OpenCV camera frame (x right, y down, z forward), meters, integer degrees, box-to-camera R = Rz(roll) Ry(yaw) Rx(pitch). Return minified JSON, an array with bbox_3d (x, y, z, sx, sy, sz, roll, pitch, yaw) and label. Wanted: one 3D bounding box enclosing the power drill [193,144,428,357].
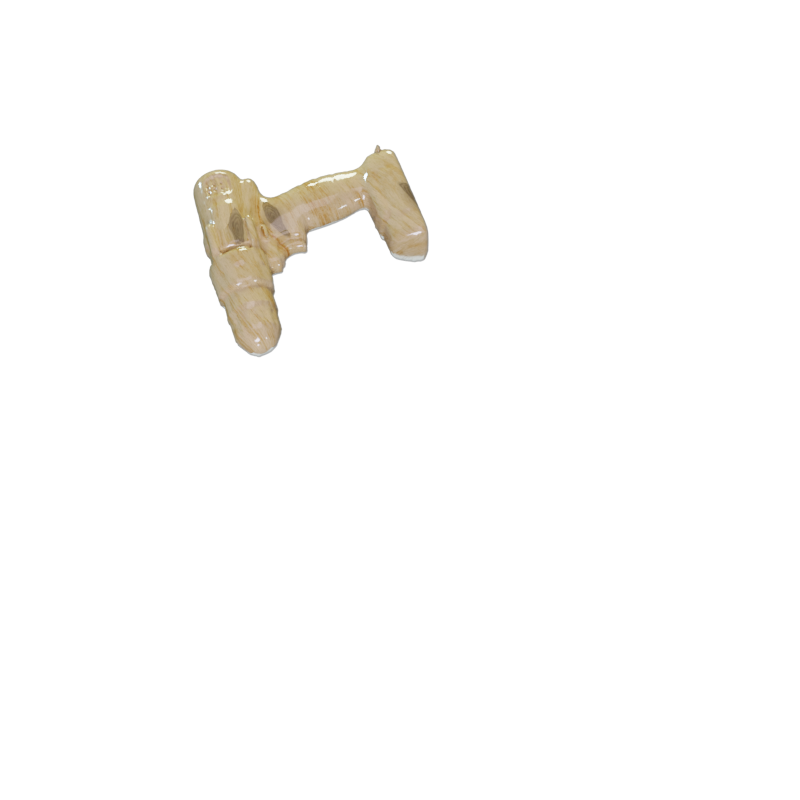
[{"bbox_3d":[-0.075,-0.137,0.956,0.186,0.198,0.054,-14,-29,-9],"label":"power drill"}]
